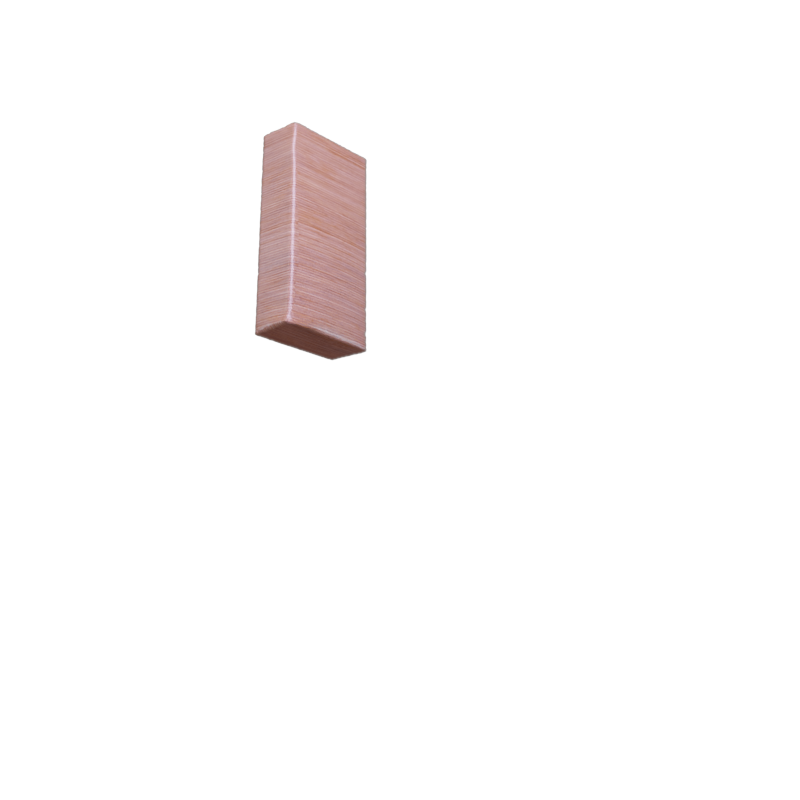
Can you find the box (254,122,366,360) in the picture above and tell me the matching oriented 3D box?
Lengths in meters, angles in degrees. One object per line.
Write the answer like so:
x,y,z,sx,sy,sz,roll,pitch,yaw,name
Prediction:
-0.072,-0.130,0.913,0.048,0.186,0.087,-21,-29,37,box
